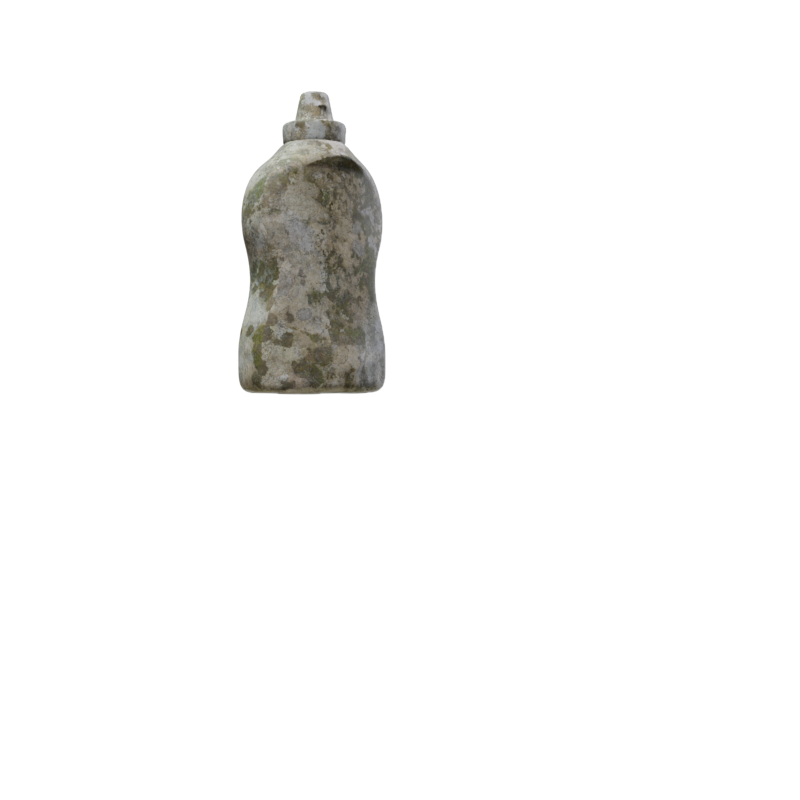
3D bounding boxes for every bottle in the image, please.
[{"bbox_3d":[-0.055,-0.101,0.706,0.092,0.195,0.060,3,-7,-34],"label":"bottle"}]
